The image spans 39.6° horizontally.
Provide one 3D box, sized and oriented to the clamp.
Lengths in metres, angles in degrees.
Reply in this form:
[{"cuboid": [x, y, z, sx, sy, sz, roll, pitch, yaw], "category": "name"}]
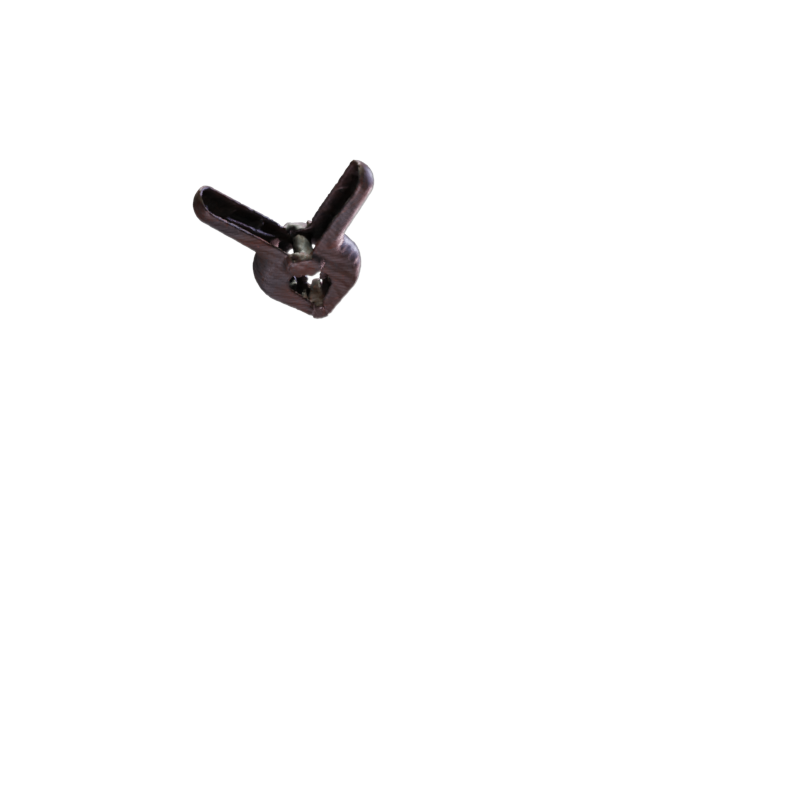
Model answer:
[{"cuboid": [-0.061, -0.112, 0.785, 0.122, 0.041, 0.160, -7, -24, 15], "category": "clamp"}]
